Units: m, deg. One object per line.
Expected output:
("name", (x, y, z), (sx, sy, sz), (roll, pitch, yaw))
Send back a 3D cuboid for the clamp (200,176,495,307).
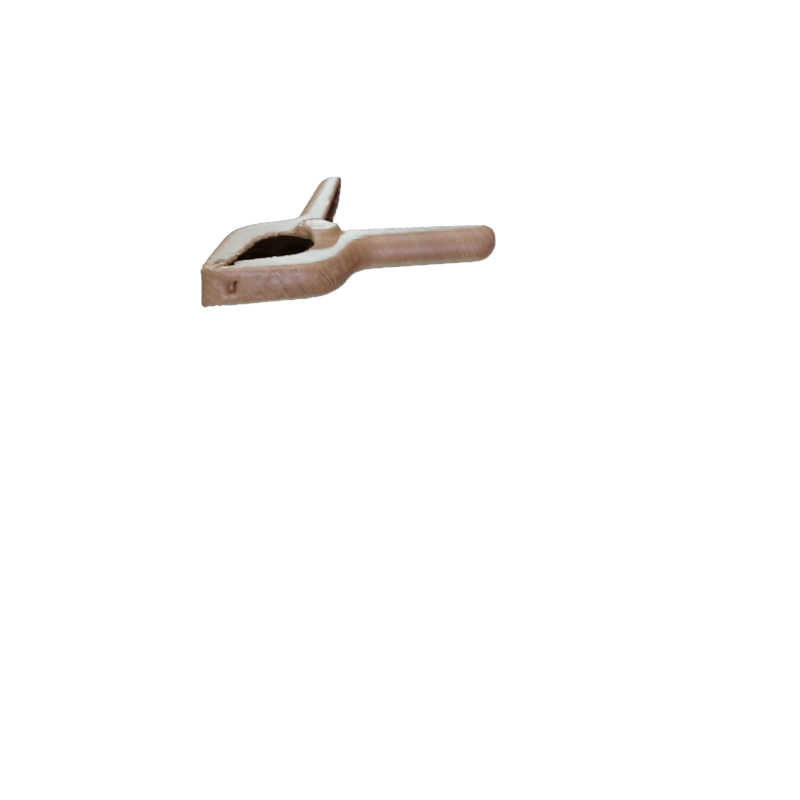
("clamp", (-0.061, -0.111, 0.779), (0.207, 0.034, 0.176), (-21, 35, -35))
